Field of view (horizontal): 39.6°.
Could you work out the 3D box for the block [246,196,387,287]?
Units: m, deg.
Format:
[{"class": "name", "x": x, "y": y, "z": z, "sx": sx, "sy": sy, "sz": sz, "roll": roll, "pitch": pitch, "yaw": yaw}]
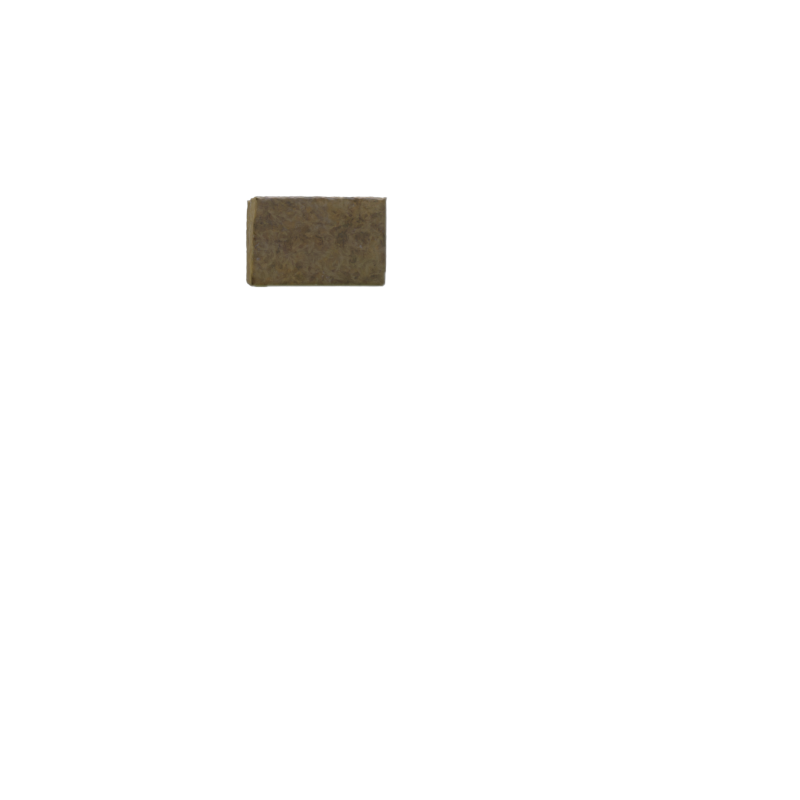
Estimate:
[{"class": "block", "x": -0.051, "y": -0.093, "z": 0.649, "sx": 0.077, "sy": 0.051, "sz": 0.054, "roll": -1, "pitch": 4, "yaw": -10}]
